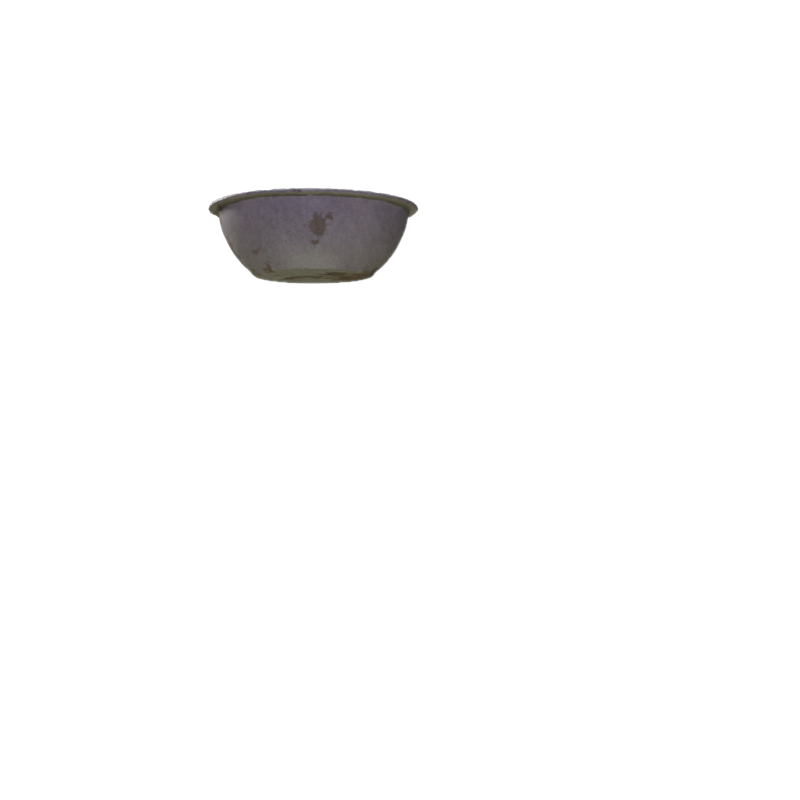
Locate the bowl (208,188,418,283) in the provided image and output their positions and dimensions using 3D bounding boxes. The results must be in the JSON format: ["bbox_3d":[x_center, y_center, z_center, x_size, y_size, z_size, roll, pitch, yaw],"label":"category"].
[{"bbox_3d":[-0.067,-0.122,0.853,0.162,0.056,0.160,0,-2,-2],"label":"bowl"}]
